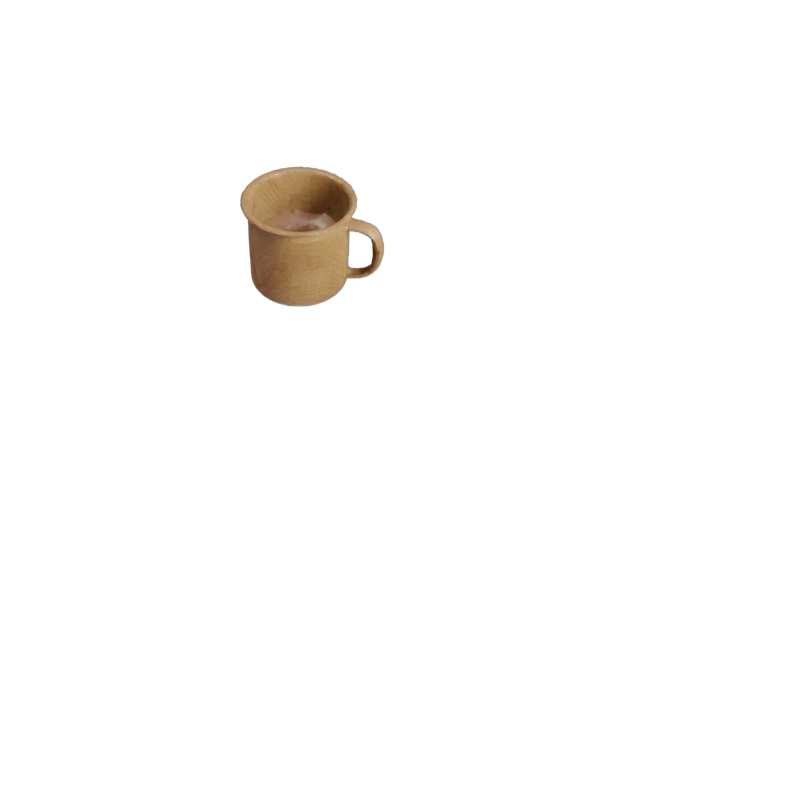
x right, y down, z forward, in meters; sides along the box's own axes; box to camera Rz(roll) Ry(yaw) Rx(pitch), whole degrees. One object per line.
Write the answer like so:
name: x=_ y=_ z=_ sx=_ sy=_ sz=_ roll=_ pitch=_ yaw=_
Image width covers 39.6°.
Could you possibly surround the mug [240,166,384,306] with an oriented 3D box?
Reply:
mug: x=-0.070 y=-0.128 z=0.899 sx=0.119 sy=0.076 sz=0.098 roll=10 pitch=43 yaw=9
